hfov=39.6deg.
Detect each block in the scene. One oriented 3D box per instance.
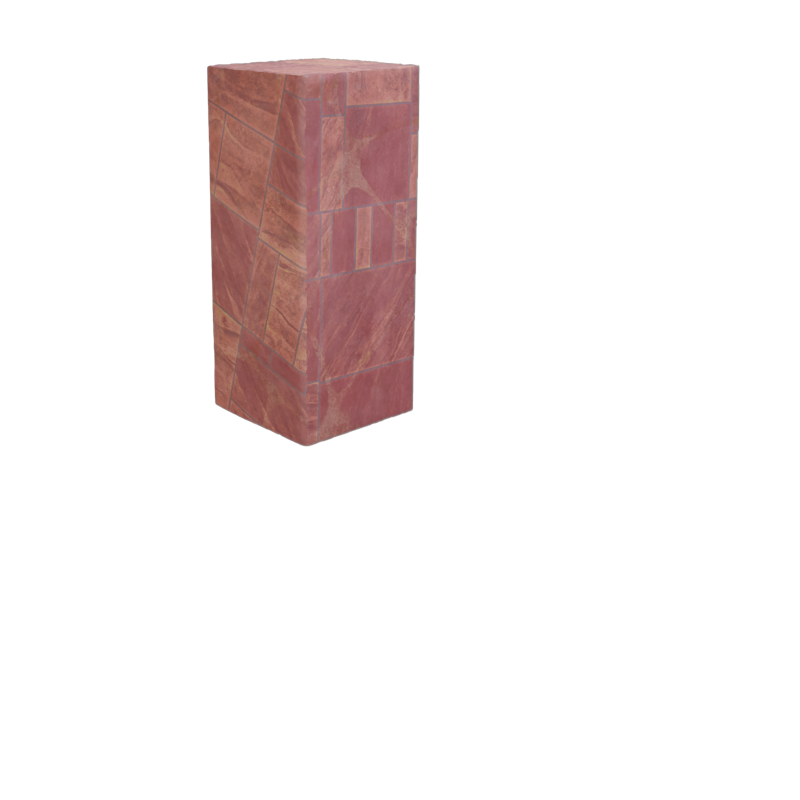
[{"bbox_3d":[-0.051,-0.093,0.650,0.089,0.199,0.095,-12,20,-41],"label":"block"}]
